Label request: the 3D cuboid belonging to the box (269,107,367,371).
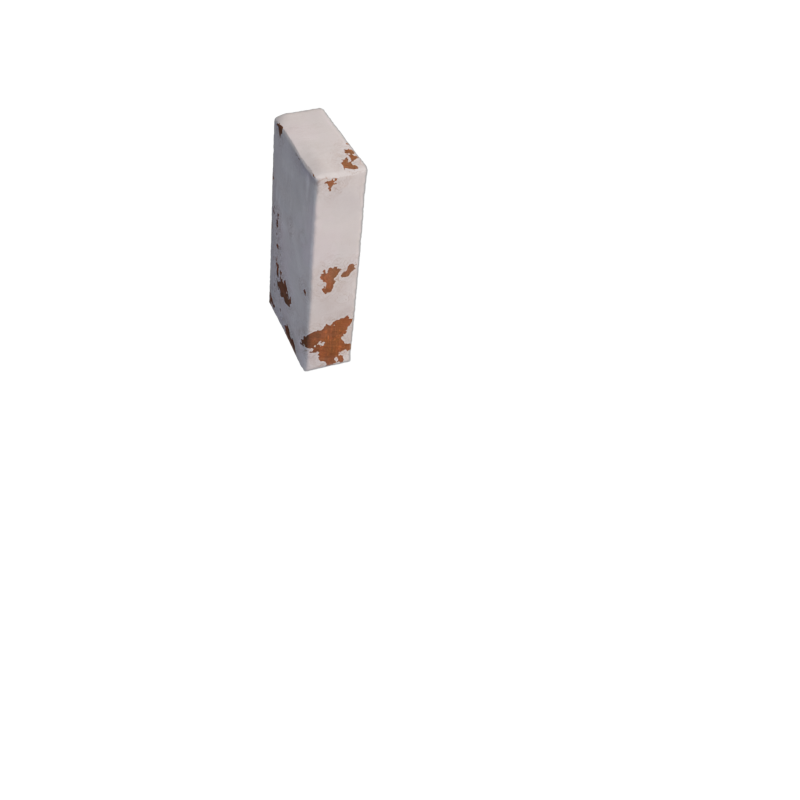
[{"bbox_3d":[-0.065,-0.118,0.827,0.047,0.165,0.101,-12,42,-18],"label":"box"}]
